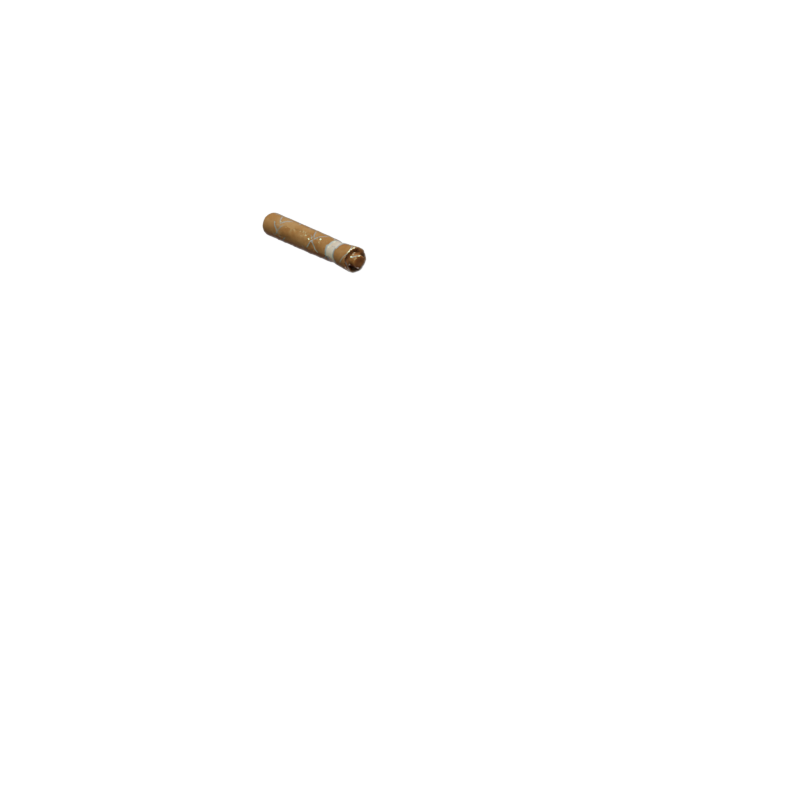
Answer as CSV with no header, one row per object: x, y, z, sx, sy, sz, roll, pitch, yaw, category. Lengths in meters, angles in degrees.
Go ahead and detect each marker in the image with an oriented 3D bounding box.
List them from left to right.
-0.064,-0.117,0.818,0.019,0.019,0.129,-3,21,-35,marker
